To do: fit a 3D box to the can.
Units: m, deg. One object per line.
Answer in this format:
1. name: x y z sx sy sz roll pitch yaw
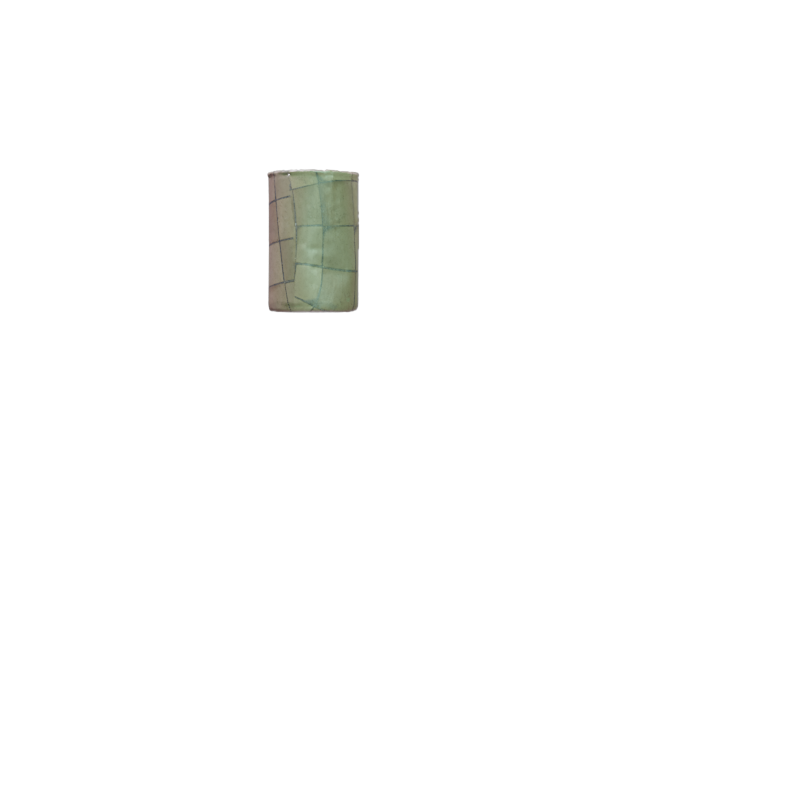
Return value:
1. can: -0.064 -0.117 0.818 0.068 0.102 0.069 0 2 -2
